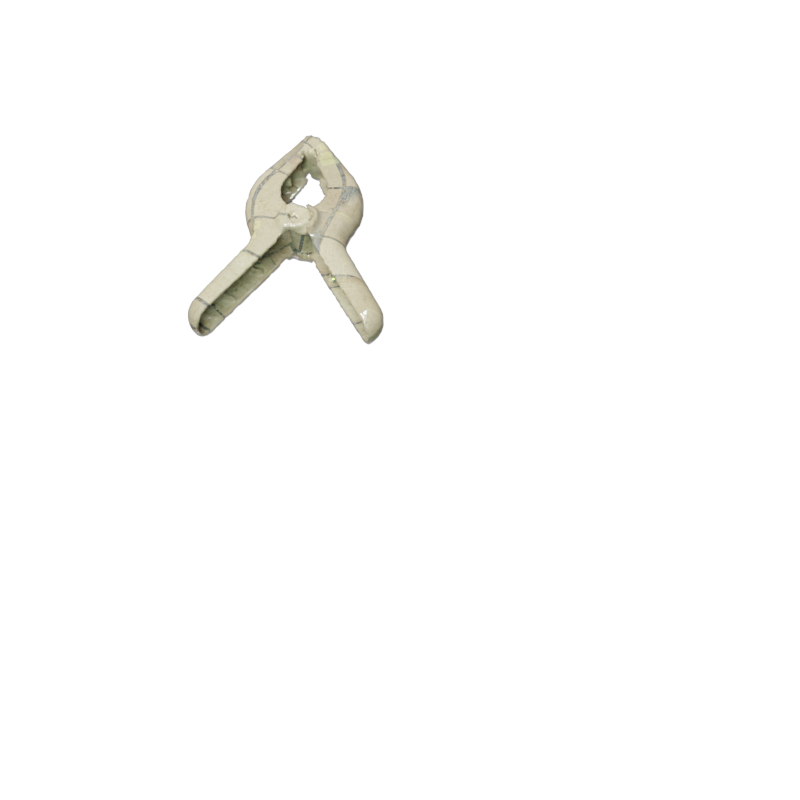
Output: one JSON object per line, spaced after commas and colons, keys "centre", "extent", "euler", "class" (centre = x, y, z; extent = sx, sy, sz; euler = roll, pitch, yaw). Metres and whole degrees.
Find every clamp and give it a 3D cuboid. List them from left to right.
{"centre": [-0.057, -0.103, 0.722], "extent": [0.122, 0.181, 0.037], "euler": [11, -35, 8], "class": "clamp"}
